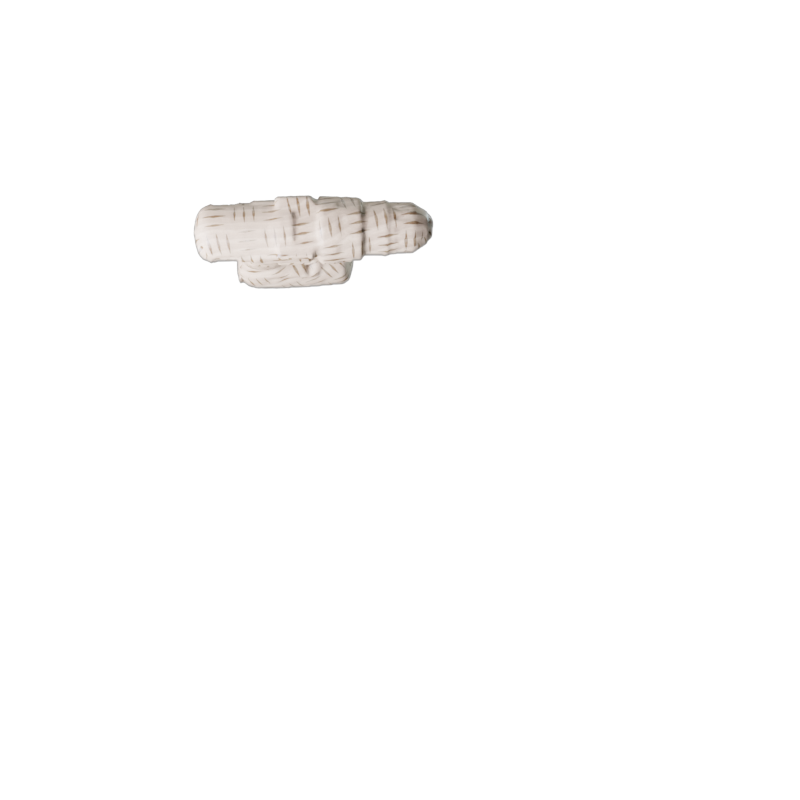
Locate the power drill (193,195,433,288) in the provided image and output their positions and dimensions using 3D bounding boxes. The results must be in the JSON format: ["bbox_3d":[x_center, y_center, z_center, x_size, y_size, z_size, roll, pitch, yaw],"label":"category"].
[{"bbox_3d":[-0.072,-0.132,0.926,0.184,0.058,0.185,0,-2,-2],"label":"power drill"}]
